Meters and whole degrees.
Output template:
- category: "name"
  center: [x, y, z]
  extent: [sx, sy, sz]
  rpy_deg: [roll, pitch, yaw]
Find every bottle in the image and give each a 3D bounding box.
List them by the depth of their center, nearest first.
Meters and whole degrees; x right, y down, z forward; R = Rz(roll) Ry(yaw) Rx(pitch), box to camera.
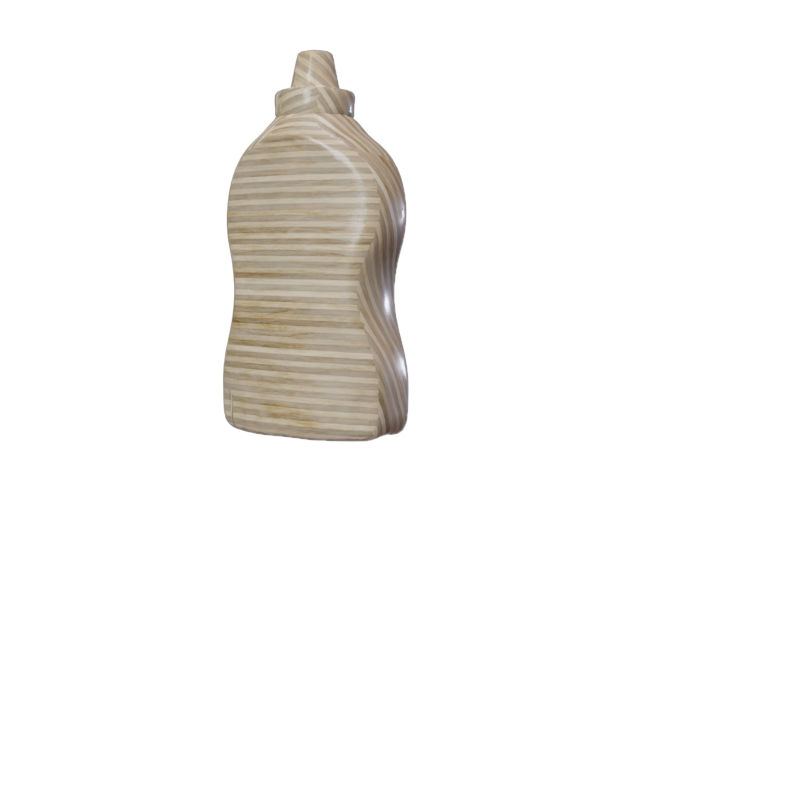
- category: "bottle"
  center: [-0.043, -0.080, 0.559]
  extent: [0.100, 0.192, 0.056]
  rpy_deg: [0, 0, 34]
